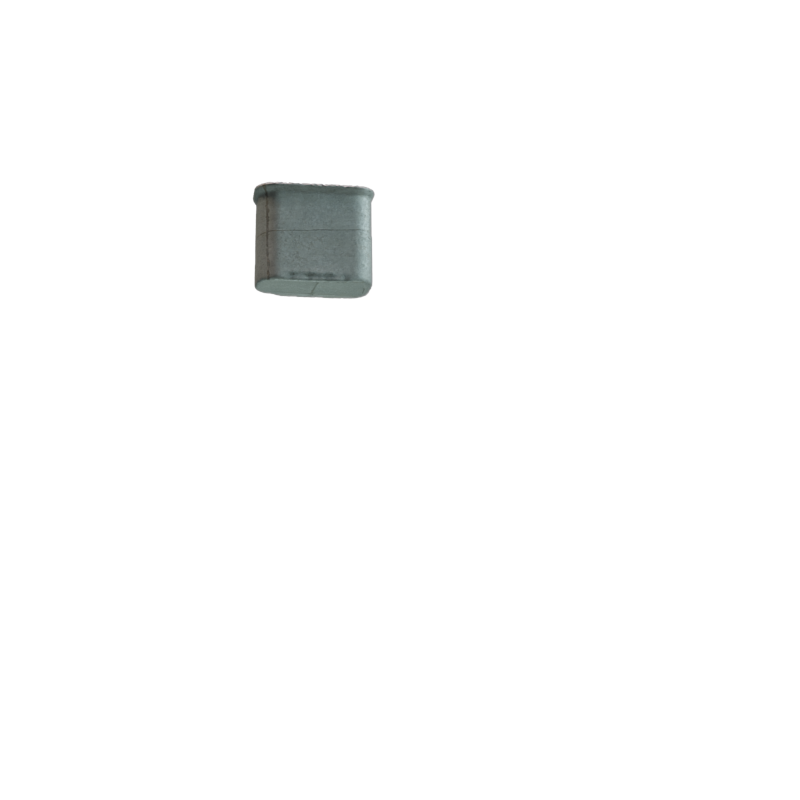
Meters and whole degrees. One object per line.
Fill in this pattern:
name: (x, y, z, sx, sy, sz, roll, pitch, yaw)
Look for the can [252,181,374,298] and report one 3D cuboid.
can: (-0.073, -0.133, 0.929, 0.101, 0.087, 0.056, 1, -16, -8)
